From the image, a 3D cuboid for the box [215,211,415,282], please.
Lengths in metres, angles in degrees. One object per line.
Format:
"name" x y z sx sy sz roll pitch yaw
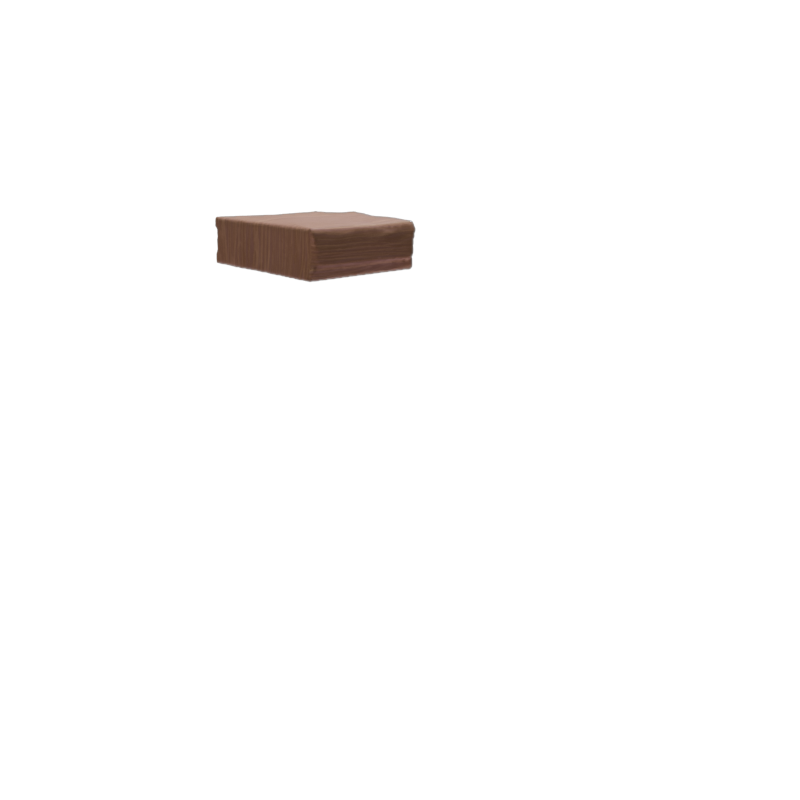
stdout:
"box" -0.048 -0.087 0.613 0.071 0.029 0.094 -11 17 -39
